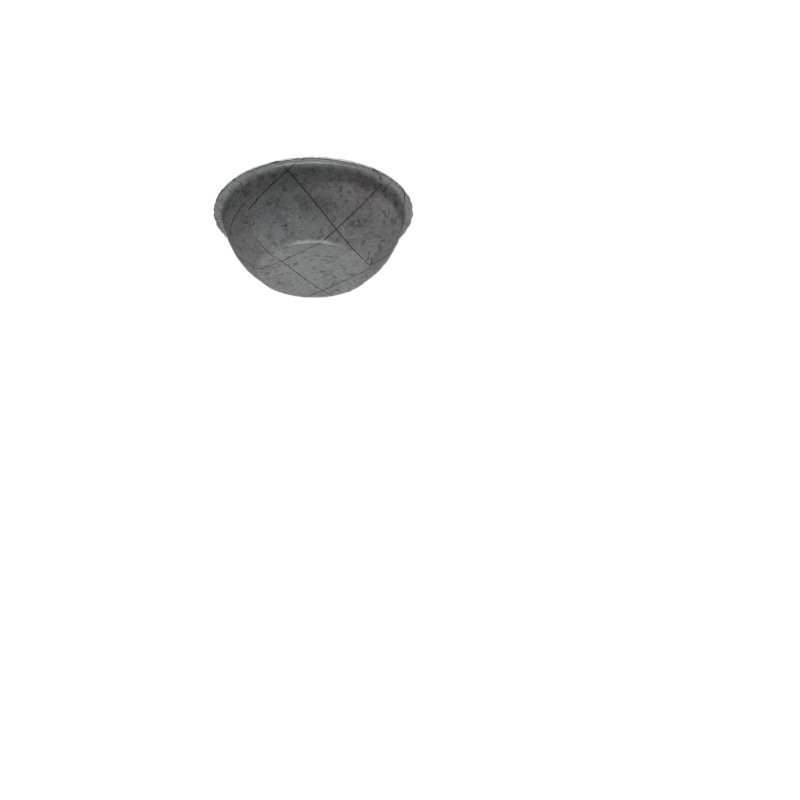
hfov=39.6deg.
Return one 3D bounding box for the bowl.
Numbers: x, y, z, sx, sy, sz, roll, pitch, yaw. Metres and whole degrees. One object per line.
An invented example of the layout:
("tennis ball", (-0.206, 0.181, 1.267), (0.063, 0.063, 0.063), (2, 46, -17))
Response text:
("bowl", (-0.069, -0.127, 0.886), (0.162, 0.058, 0.153), (1, -25, -2))
